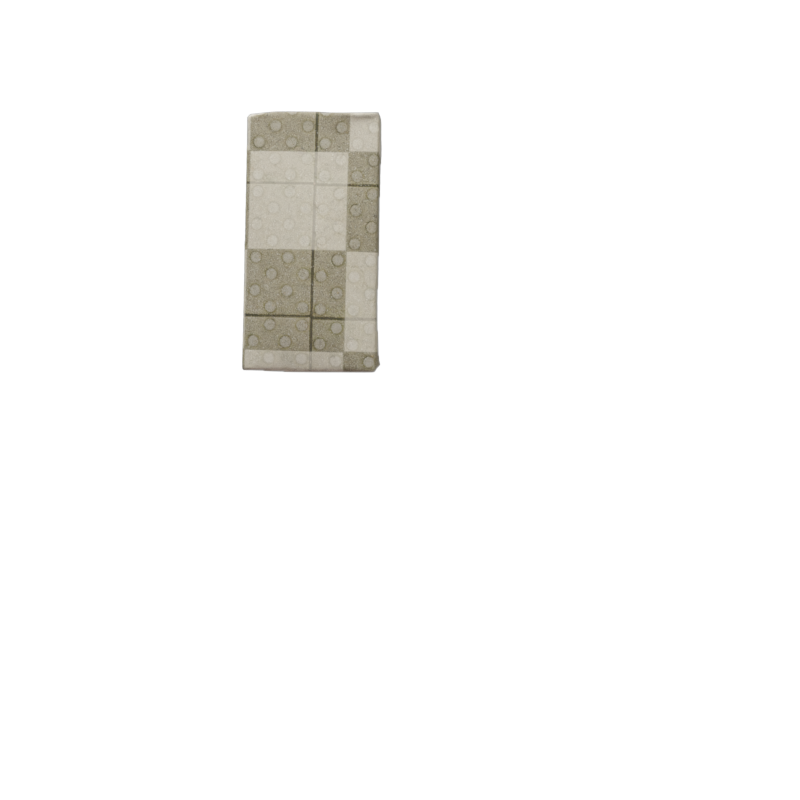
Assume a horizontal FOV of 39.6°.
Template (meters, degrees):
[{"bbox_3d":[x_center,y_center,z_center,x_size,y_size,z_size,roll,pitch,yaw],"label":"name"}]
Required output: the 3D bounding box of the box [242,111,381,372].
[{"bbox_3d":[-0.060,-0.109,0.762,0.094,0.177,0.048,0,0,4],"label":"box"}]
